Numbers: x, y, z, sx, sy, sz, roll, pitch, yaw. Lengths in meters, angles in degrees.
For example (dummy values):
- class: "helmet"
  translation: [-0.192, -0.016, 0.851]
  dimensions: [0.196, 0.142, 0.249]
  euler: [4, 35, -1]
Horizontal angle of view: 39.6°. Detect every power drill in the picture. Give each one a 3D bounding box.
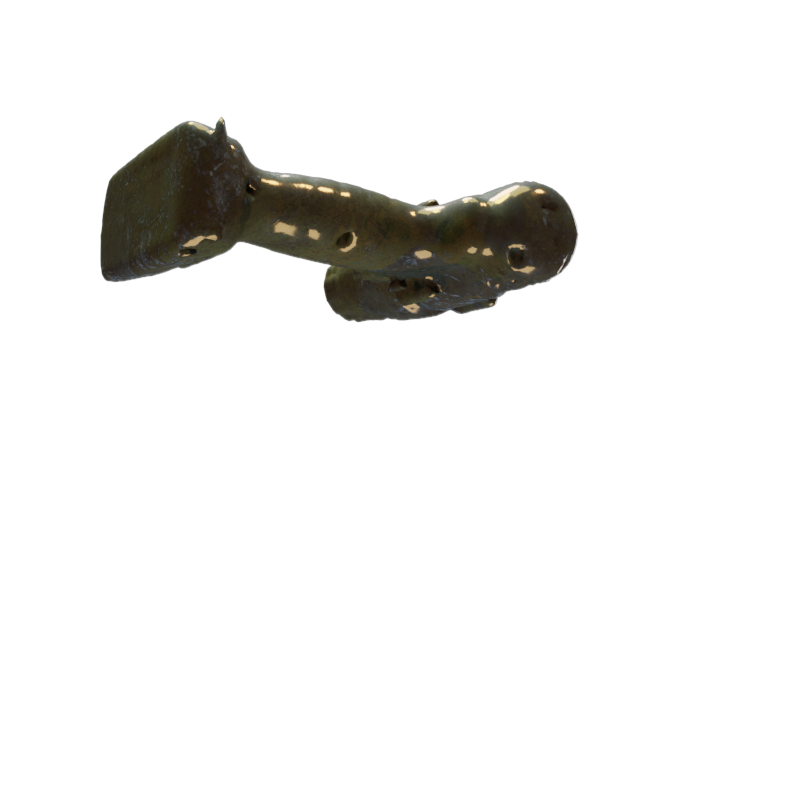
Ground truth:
- class: "power drill"
  translation: [-0.041, -0.075, 0.525]
  dimensions: [0.180, 0.059, 0.187]
  euler: [4, -9, -31]
